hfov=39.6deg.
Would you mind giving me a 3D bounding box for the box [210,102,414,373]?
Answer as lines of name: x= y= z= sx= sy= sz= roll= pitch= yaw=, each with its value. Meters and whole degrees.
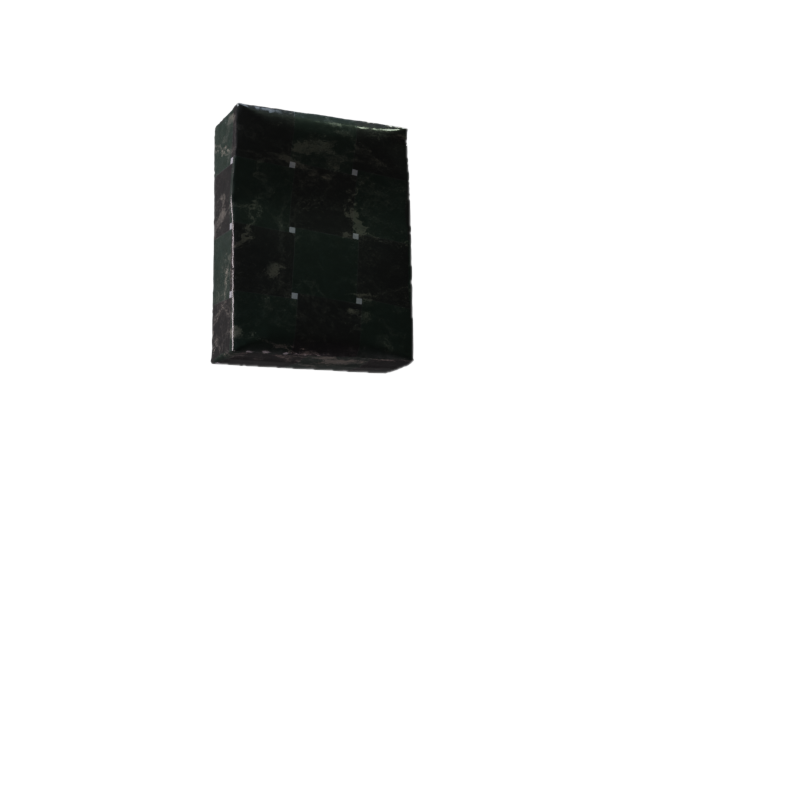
box: x=-0.074 y=-0.135 z=0.947 sx=0.159 sy=0.221 sz=0.072 roll=4 pitch=-15 yaw=-22
